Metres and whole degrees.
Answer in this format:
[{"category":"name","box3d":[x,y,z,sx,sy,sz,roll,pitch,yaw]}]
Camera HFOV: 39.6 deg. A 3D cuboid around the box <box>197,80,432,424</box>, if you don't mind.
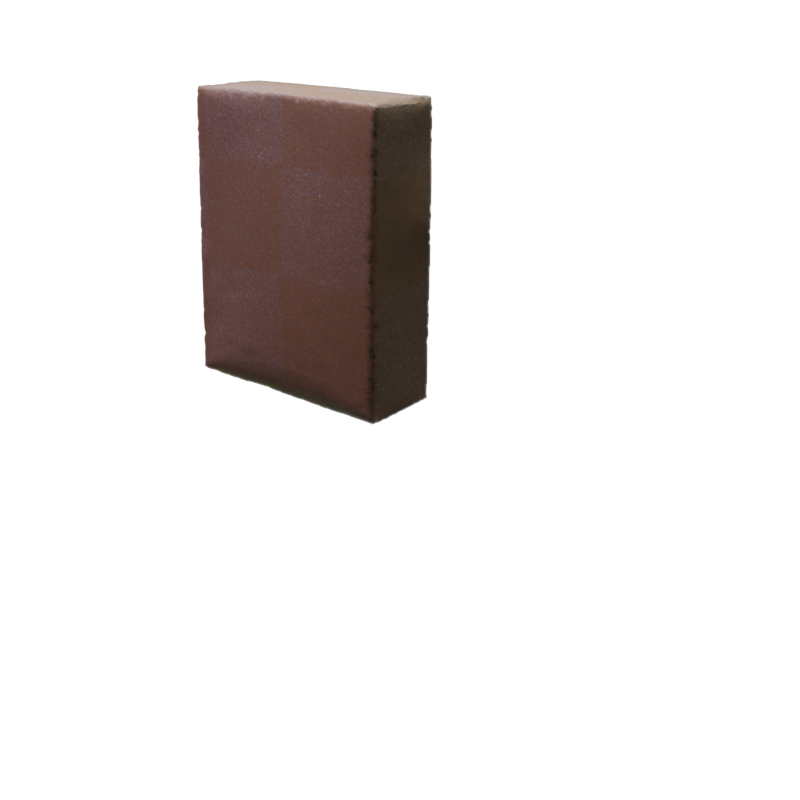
[{"category":"box","box3d":[-0.061,-0.111,0.776,0.173,0.206,0.070,15,21,38]}]
